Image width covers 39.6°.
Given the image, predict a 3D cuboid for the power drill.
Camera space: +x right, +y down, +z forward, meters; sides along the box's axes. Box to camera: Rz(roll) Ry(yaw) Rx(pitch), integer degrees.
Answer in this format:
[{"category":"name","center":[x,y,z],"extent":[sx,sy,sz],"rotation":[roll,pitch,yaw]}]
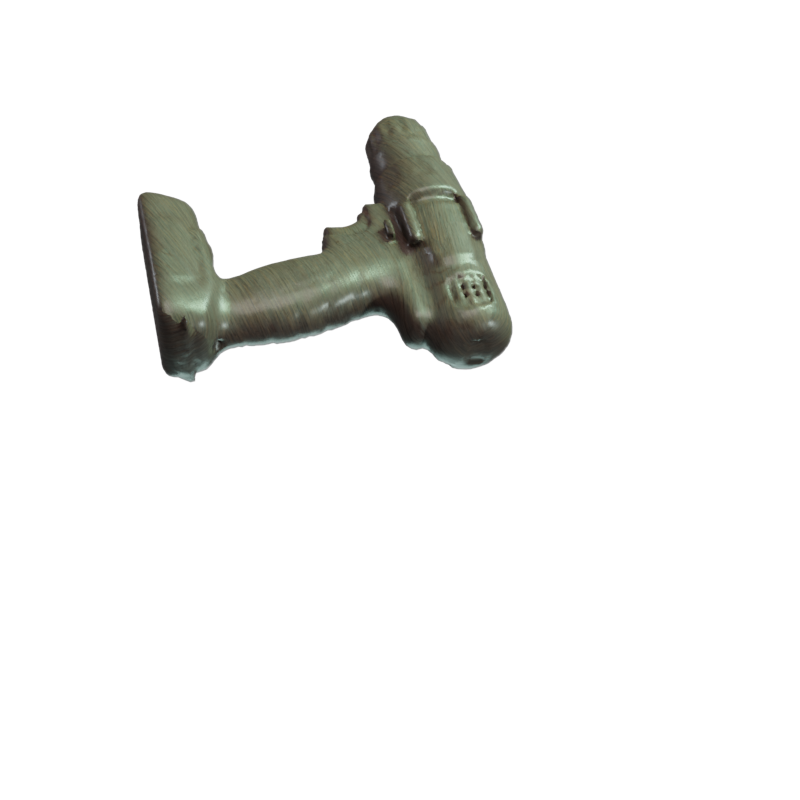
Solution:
[{"category":"power drill","center":[-0.048,-0.088,0.616],"extent":[0.186,0.200,0.053],"rotation":[-10,-42,-9]}]
